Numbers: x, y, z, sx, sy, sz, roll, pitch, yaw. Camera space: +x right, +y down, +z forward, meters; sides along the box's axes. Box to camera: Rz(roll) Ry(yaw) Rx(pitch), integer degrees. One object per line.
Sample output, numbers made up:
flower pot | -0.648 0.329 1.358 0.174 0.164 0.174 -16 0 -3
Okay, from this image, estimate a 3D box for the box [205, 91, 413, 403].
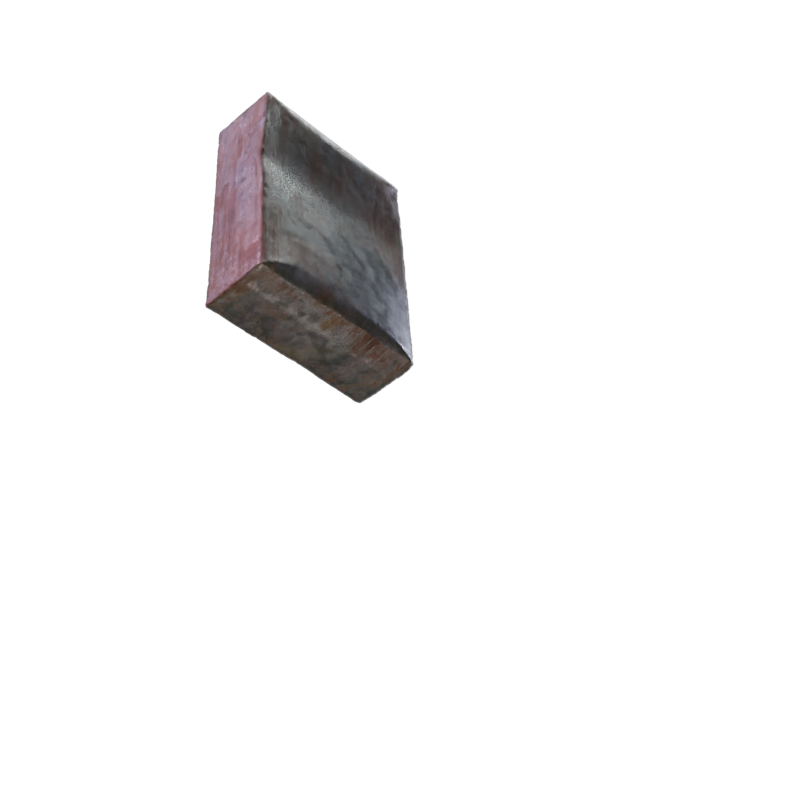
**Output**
box | -0.070 -0.128 0.899 0.154 0.230 0.071 32 -54 -32
